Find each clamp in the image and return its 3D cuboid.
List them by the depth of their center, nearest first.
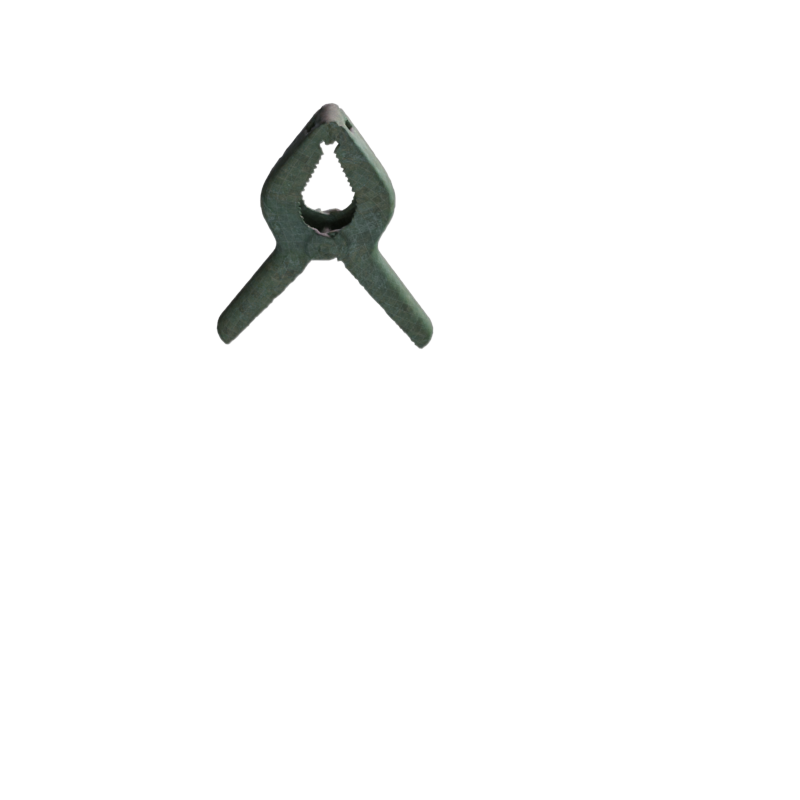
[{"bbox_3d":[-0.063,-0.114,0.801,0.165,0.195,0.039,-4,39,3],"label":"clamp"}]
